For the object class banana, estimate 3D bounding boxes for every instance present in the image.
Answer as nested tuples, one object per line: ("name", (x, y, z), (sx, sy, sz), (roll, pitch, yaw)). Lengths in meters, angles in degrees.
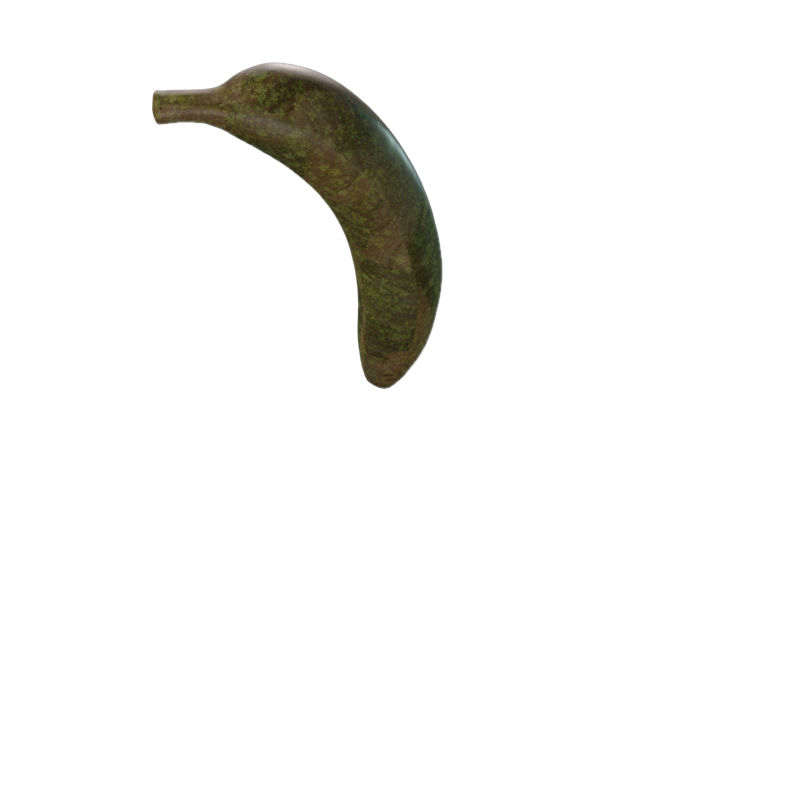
("banana", (-0.021, -0.073, 0.452), (0.070, 0.039, 0.182), (-18, -43, 19))
